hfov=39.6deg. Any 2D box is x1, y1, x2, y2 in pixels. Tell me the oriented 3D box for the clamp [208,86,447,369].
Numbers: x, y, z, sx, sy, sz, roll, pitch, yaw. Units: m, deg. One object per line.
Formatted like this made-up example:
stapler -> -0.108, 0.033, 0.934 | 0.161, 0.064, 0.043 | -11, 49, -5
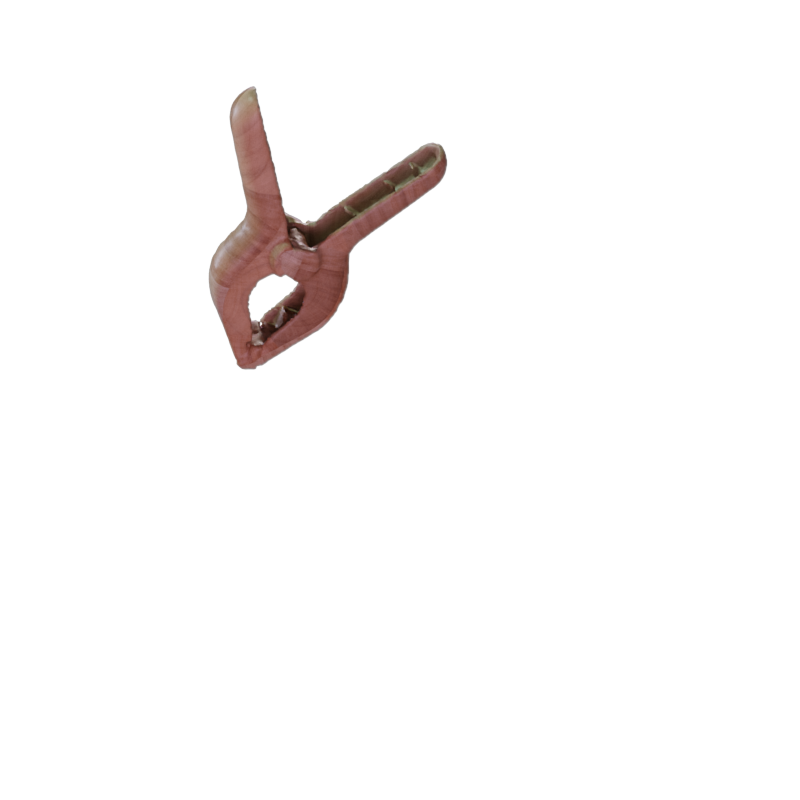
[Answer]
clamp -> -0.048, -0.088, 0.617 | 0.118, 0.163, 0.042 | 12, 37, -9
